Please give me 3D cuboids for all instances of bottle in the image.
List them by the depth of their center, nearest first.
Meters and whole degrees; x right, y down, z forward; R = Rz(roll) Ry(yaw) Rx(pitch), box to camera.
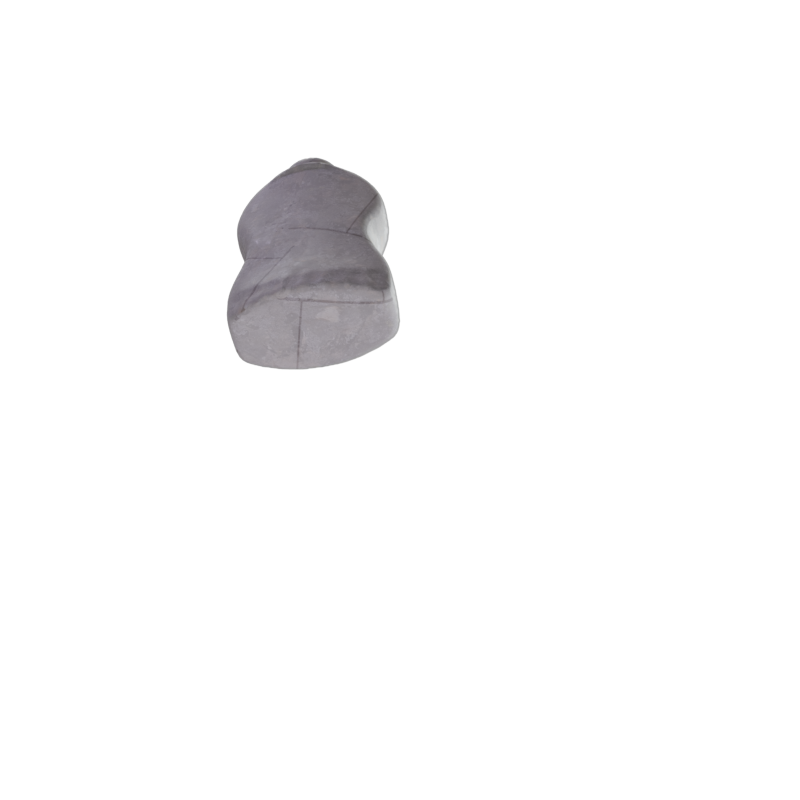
[{"bbox_3d":[-0.055,-0.100,0.695,0.096,0.054,0.205,-12,37,5],"label":"bottle"}]
